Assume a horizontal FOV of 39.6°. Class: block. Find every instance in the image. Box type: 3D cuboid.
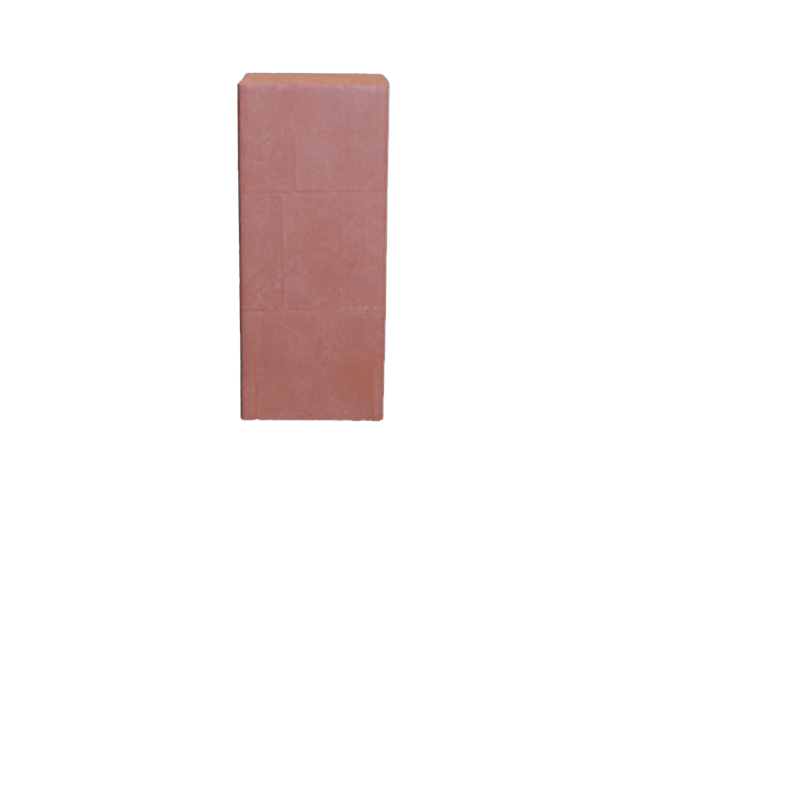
[{"bbox_3d":[-0.055,-0.100,0.701,0.090,0.200,0.093,0,15,-2],"label":"block"}]
